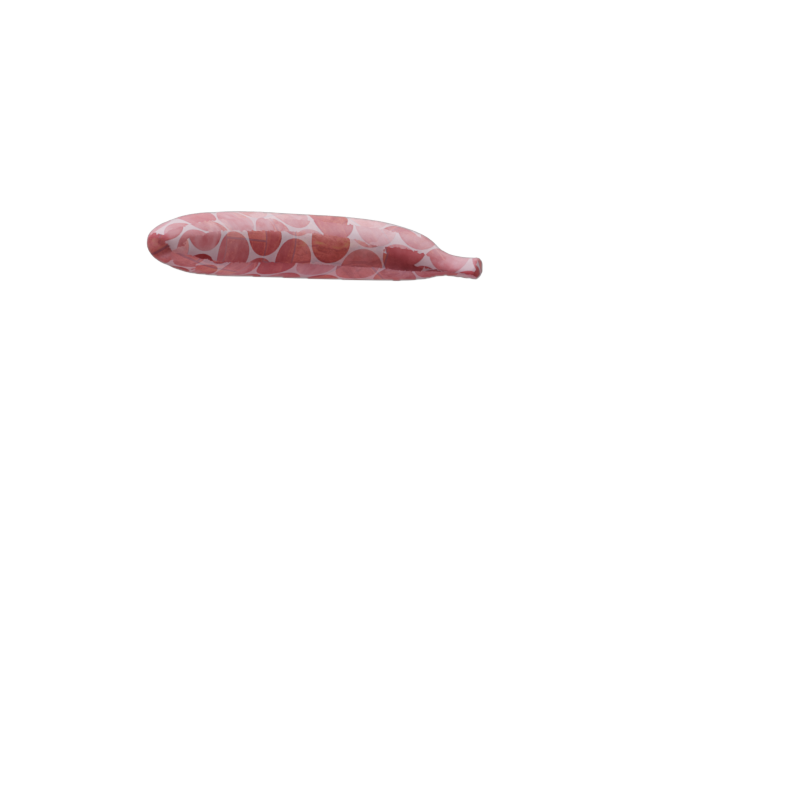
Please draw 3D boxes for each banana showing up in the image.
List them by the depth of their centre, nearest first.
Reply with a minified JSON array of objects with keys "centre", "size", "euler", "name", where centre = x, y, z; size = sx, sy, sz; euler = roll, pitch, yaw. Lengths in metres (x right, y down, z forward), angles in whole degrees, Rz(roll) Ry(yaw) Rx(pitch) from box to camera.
[{"centre":[-0.053,-0.086,0.612],"size":[0.191,0.037,0.072],"euler":[-2,2,-28],"name":"banana"}]
